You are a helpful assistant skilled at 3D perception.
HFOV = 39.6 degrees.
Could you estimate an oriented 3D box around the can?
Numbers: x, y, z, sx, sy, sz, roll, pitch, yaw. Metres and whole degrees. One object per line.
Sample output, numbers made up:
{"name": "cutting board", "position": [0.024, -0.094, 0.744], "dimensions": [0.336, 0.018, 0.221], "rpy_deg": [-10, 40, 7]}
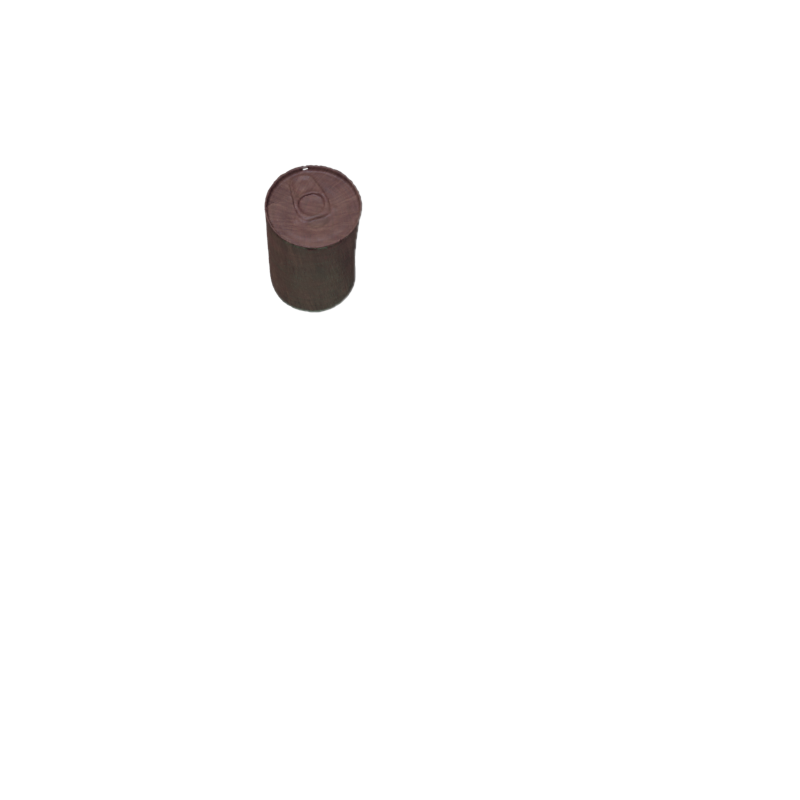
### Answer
{"name": "can", "position": [-0.063, -0.116, 0.810], "dimensions": [0.068, 0.073, 0.096], "rpy_deg": [0, -25, -3]}
